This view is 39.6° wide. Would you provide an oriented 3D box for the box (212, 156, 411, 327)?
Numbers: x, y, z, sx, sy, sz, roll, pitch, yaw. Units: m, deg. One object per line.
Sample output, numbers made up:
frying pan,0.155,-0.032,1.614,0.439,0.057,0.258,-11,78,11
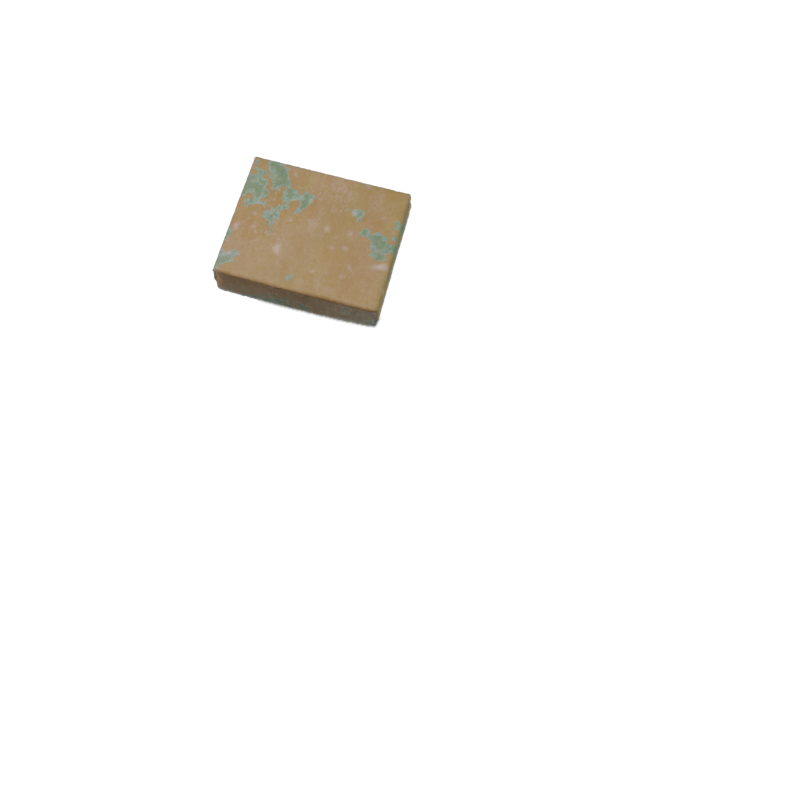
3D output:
box,-0.058,-0.105,0.739,0.115,0.094,0.037,15,-23,6
